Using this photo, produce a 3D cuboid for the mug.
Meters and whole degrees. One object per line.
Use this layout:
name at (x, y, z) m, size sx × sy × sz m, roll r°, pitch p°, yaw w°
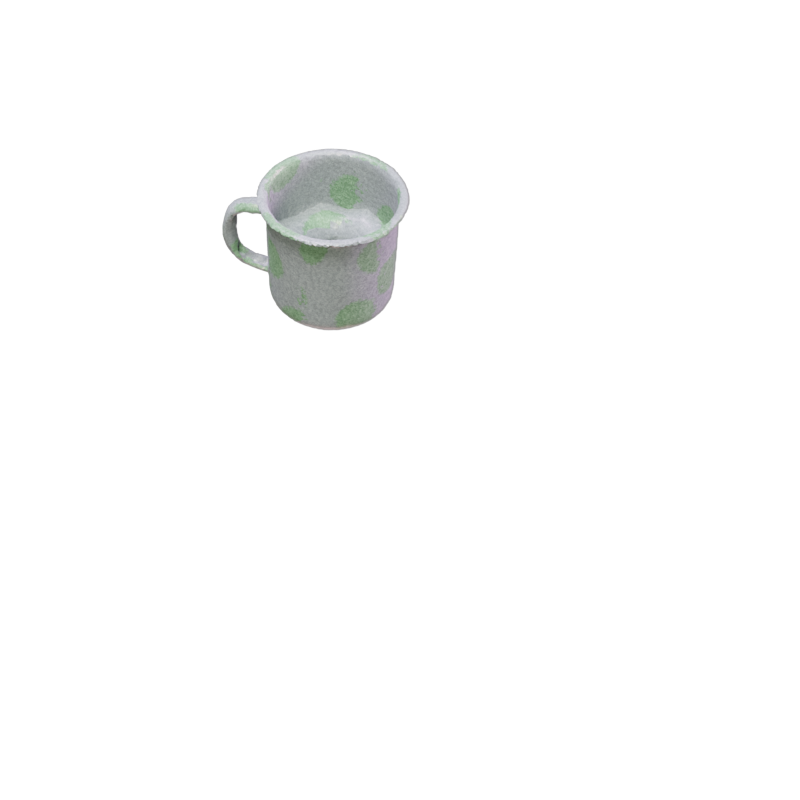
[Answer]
mug at (-0.055, -0.100, 0.701) m, size 0.118 × 0.099 × 0.076 m, roll 5°, pitch -44°, yaw 4°
